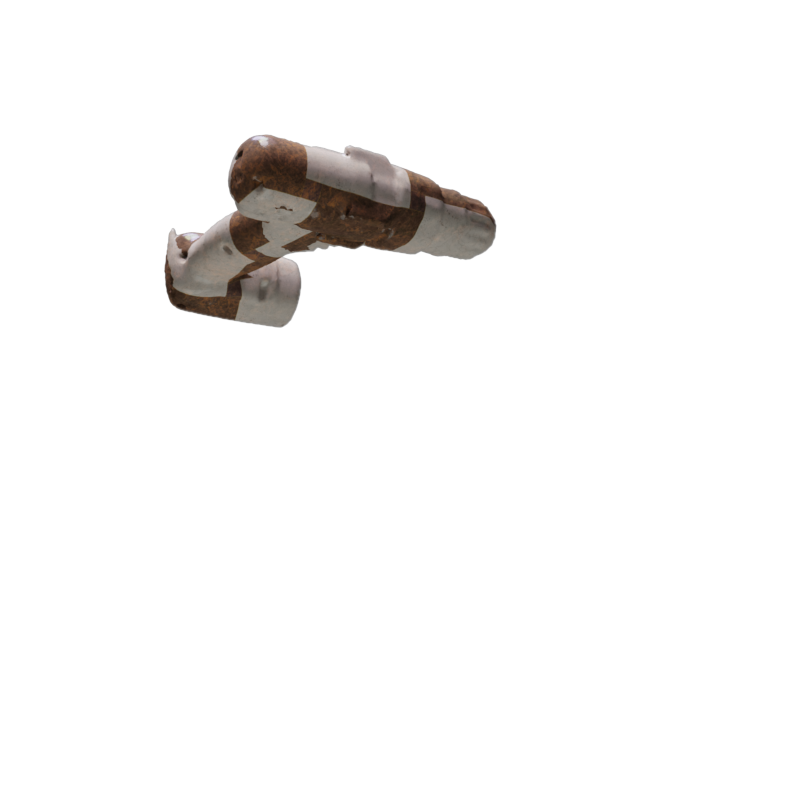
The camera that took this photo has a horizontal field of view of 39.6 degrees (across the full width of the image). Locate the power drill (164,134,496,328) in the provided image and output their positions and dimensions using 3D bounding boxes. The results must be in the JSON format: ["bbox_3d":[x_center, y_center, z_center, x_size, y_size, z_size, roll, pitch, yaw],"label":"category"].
[{"bbox_3d":[-0.057,-0.104,0.726,0.176,0.060,0.187,13,-24,-32],"label":"power drill"}]
